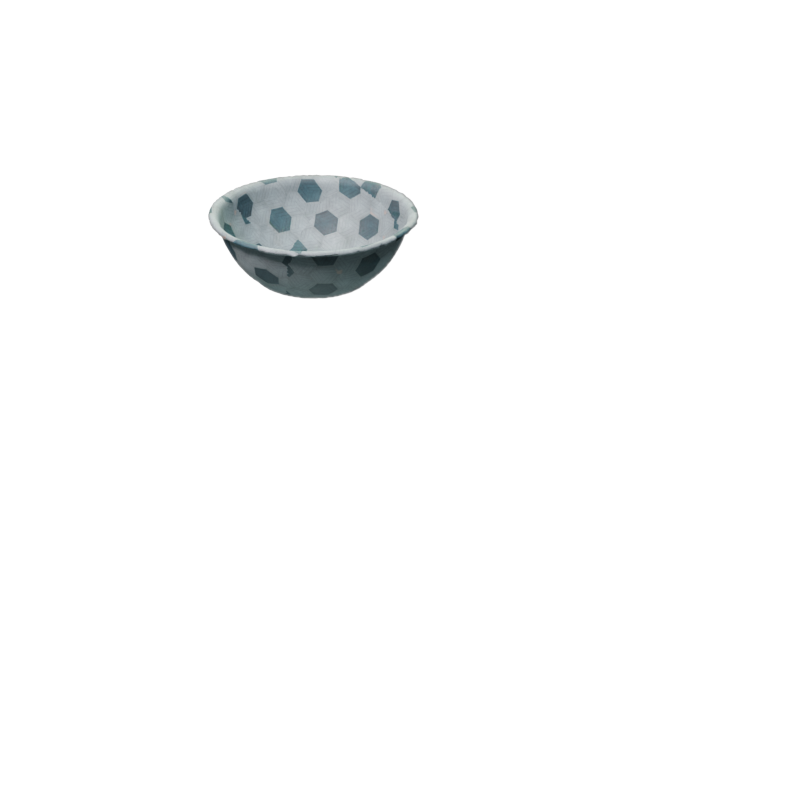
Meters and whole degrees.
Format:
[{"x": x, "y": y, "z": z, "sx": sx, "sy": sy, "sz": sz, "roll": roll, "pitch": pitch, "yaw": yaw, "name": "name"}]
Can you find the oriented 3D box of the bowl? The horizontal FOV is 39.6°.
[{"x": -0.068, "y": -0.123, "z": 0.864, "sx": 0.162, "sy": 0.052, "sz": 0.172, "roll": -1, "pitch": 30, "yaw": -2, "name": "bowl"}]
